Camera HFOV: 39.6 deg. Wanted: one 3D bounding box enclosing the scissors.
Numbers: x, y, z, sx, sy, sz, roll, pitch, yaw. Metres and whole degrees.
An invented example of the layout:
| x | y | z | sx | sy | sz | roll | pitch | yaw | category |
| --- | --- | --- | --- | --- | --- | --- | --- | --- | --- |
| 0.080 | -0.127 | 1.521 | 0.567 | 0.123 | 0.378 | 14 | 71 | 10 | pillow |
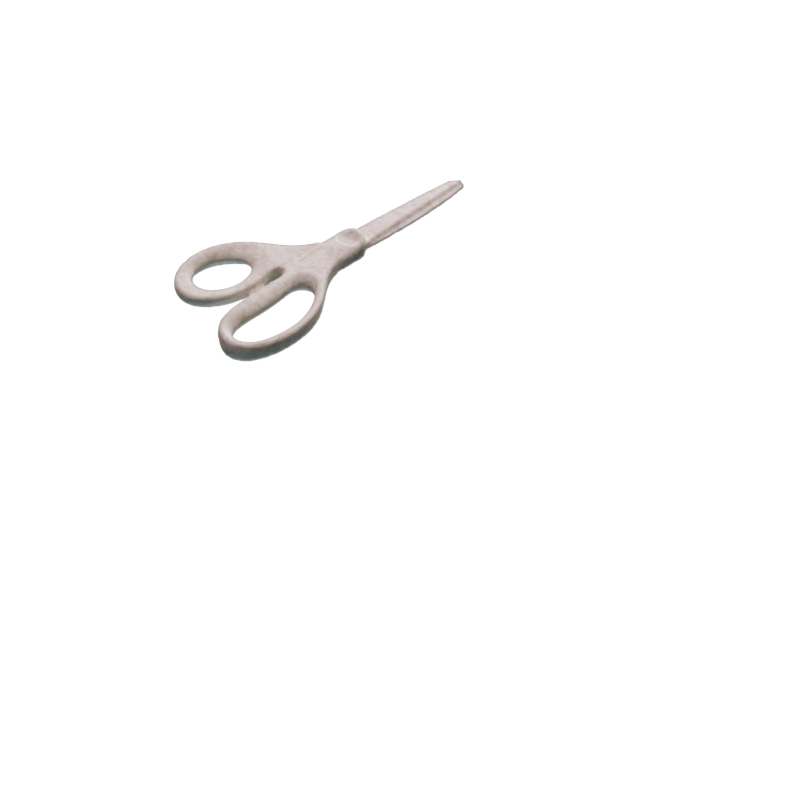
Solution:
| x | y | z | sx | sy | sz | roll | pitch | yaw | category |
| --- | --- | --- | --- | --- | --- | --- | --- | --- | --- |
| -0.051 | -0.093 | 0.649 | 0.101 | 0.015 | 0.207 | 21 | 47 | 21 | scissors |
